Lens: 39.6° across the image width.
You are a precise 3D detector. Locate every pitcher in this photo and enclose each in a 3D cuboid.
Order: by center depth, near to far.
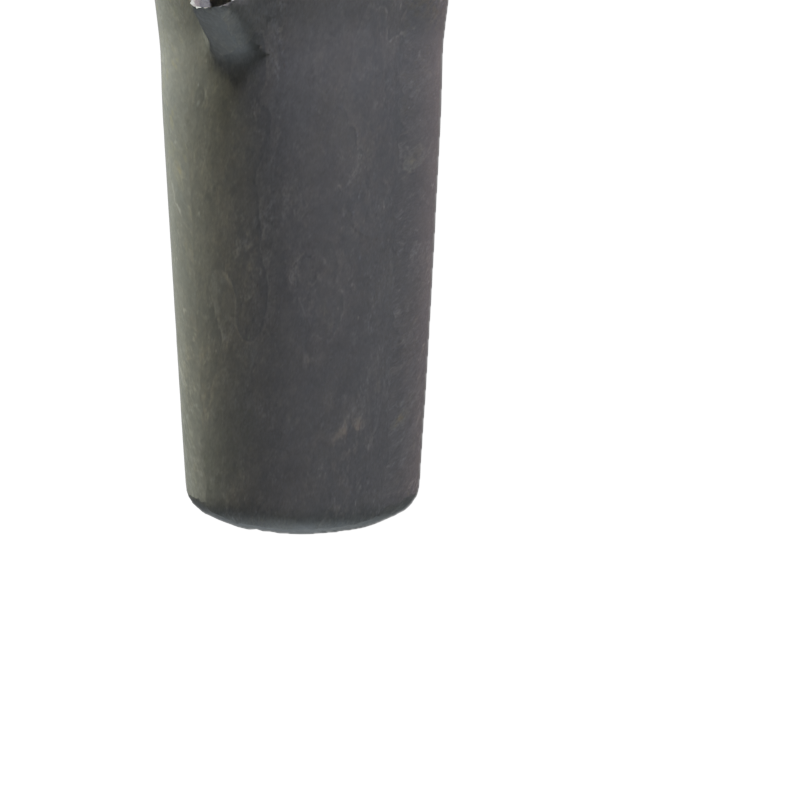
[{"bbox_3d":[-0.040,-0.074,0.517,0.145,0.241,0.150,-2,6,-24],"label":"pitcher"}]
